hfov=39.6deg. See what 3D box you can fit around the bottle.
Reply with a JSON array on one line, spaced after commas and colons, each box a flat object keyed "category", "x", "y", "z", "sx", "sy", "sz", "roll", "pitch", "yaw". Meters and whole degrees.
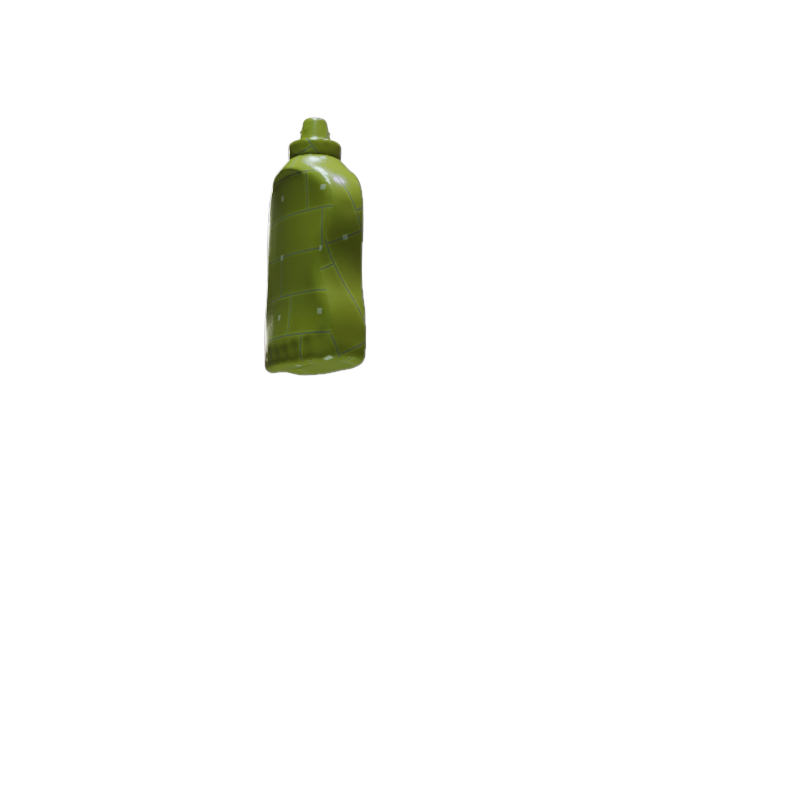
[{"category": "bottle", "x": -0.064, "y": -0.118, "z": 0.828, "sx": 0.056, "sy": 0.198, "sz": 0.097, "roll": 7, "pitch": -15, "yaw": -32}]
